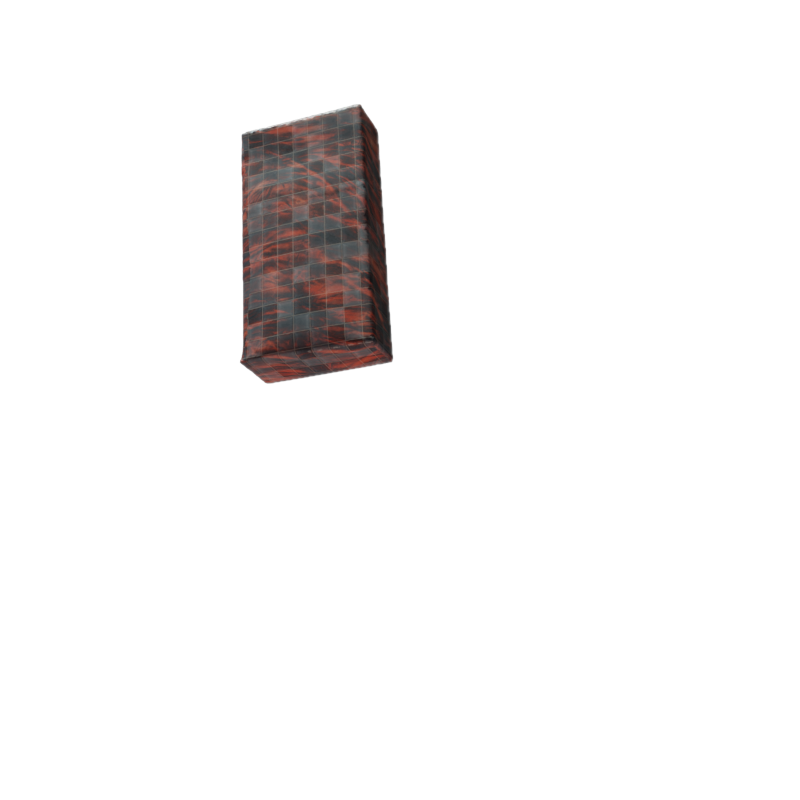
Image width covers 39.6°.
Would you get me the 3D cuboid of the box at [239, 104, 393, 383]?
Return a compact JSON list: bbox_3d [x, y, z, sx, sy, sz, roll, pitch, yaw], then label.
[{"bbox_3d":[-0.058,-0.106,0.743,0.095,0.187,0.045,-11,-29,18],"label":"box"}]
